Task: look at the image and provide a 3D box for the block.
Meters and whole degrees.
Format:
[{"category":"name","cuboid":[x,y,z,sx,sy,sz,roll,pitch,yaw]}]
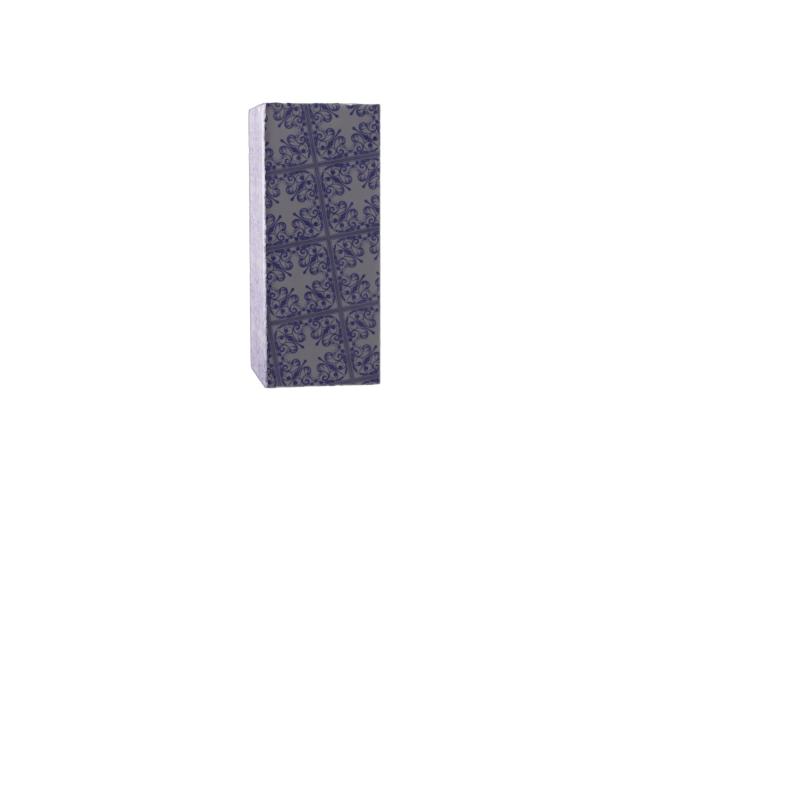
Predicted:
[{"category":"block","cuboid":[-0.067,-0.121,0.847,0.089,0.204,0.093,-1,5,-12]}]
